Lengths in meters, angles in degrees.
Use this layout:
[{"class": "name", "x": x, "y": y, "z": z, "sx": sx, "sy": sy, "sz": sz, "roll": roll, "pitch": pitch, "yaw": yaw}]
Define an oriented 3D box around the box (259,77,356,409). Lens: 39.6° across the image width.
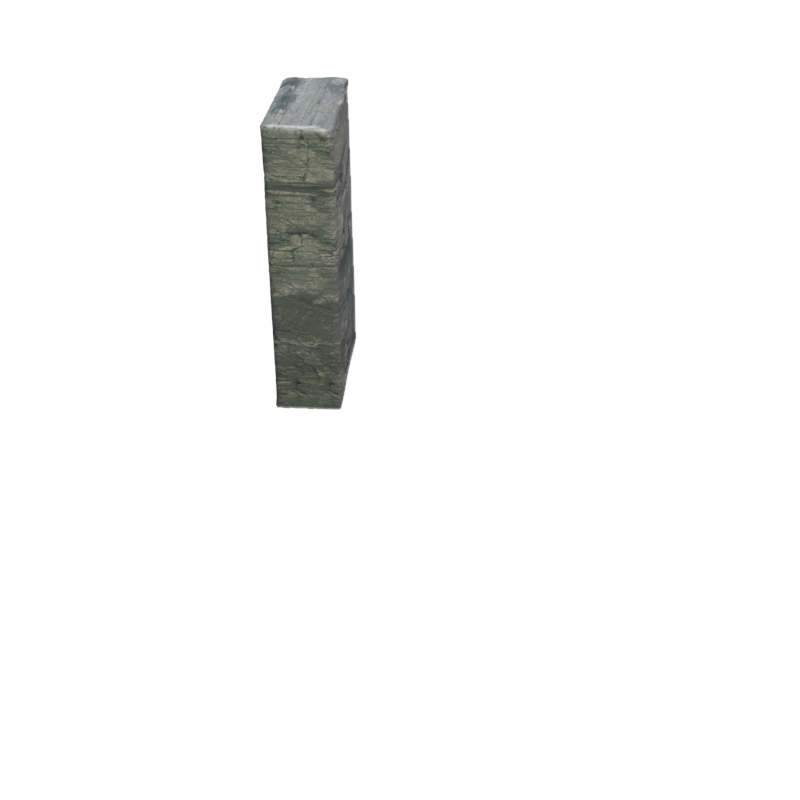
[{"class": "box", "x": -0.051, "y": -0.093, "z": 0.655, "sx": 0.048, "sy": 0.166, "sz": 0.098, "roll": 3, "pitch": 28, "yaw": 2}]
